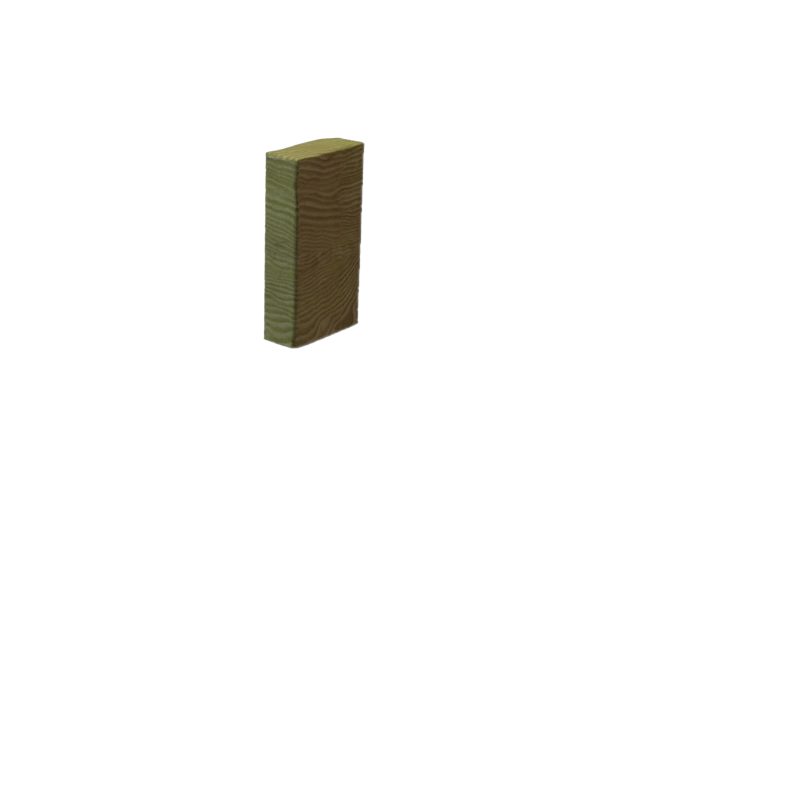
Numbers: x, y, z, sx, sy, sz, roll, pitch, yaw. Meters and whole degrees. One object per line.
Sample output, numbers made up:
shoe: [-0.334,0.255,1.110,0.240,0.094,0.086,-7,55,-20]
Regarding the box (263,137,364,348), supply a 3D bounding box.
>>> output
box: [-0.078,-0.142,0.995,0.051,0.169,0.092,14,23,36]
